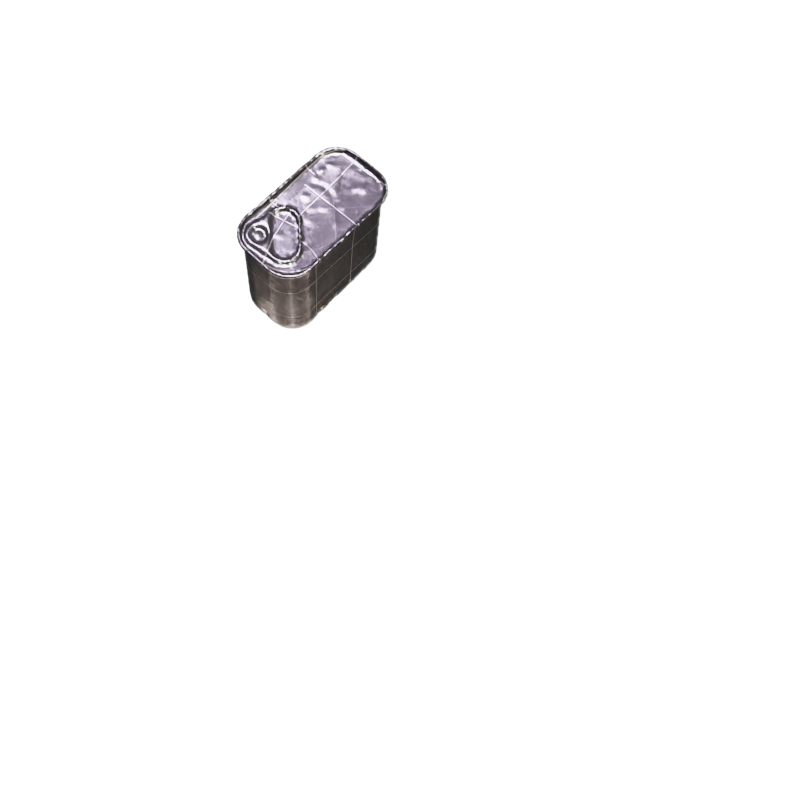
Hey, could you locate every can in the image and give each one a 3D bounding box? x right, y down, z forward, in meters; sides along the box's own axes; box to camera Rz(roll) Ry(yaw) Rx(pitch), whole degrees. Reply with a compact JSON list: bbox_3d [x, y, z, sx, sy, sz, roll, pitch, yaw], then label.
[{"bbox_3d":[-0.058,-0.106,0.742,0.060,0.103,0.079,40,-21,14],"label":"can"}]
